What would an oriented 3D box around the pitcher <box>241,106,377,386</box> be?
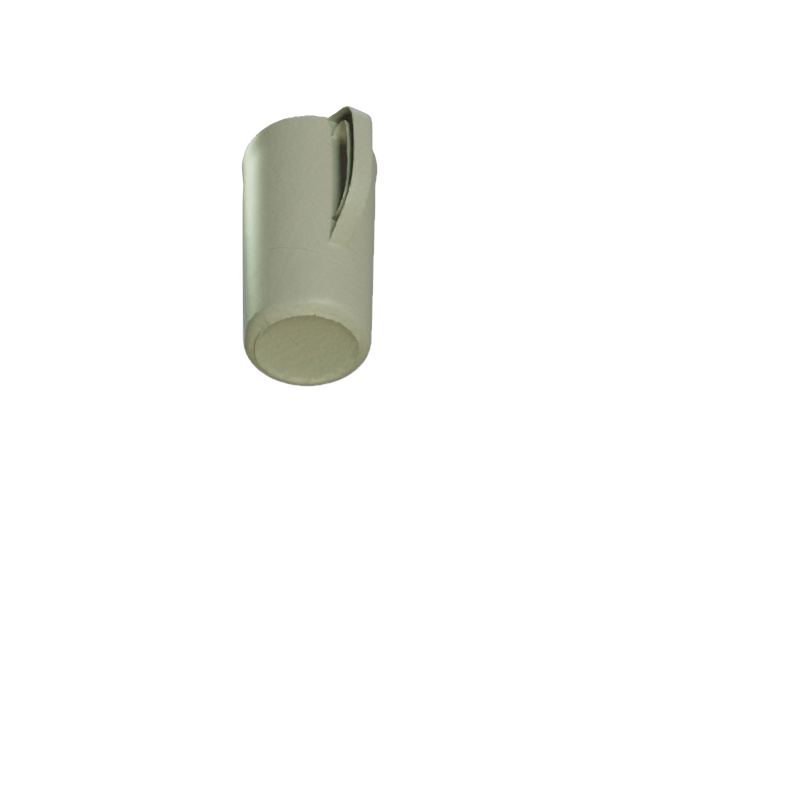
[{"bbox_3d":[-0.078,-0.143,0.998,0.146,0.261,0.137,-12,-43,9],"label":"pitcher"}]
